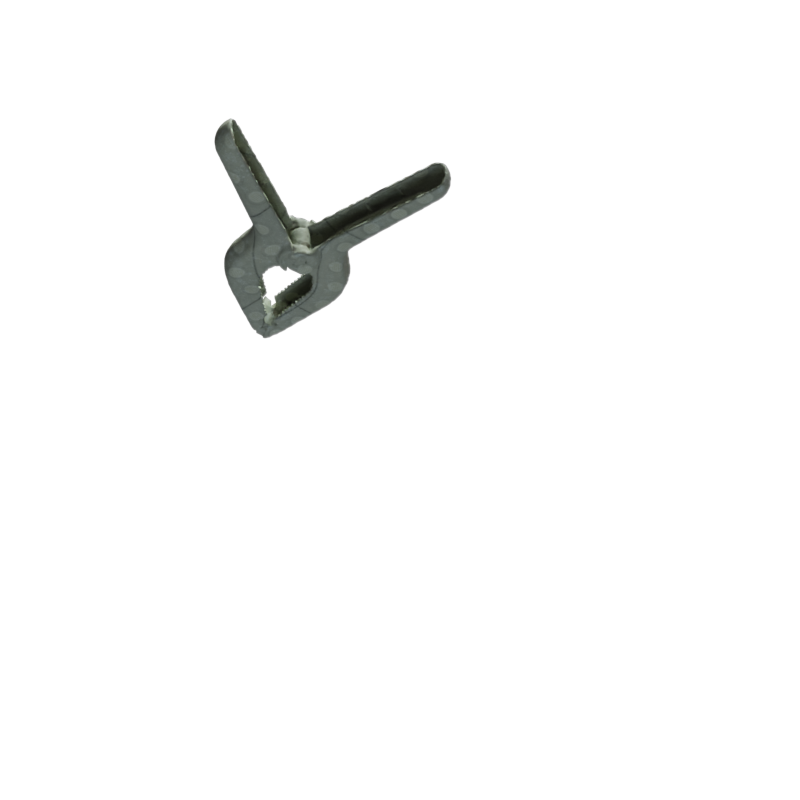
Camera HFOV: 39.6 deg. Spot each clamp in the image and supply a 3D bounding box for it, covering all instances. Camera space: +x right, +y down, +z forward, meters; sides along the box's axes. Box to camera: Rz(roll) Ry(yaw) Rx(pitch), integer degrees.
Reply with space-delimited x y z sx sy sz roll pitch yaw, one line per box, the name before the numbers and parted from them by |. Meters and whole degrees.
clamp | -0.063 -0.116 0.809 0.162 0.039 0.199 7 -37 -10
